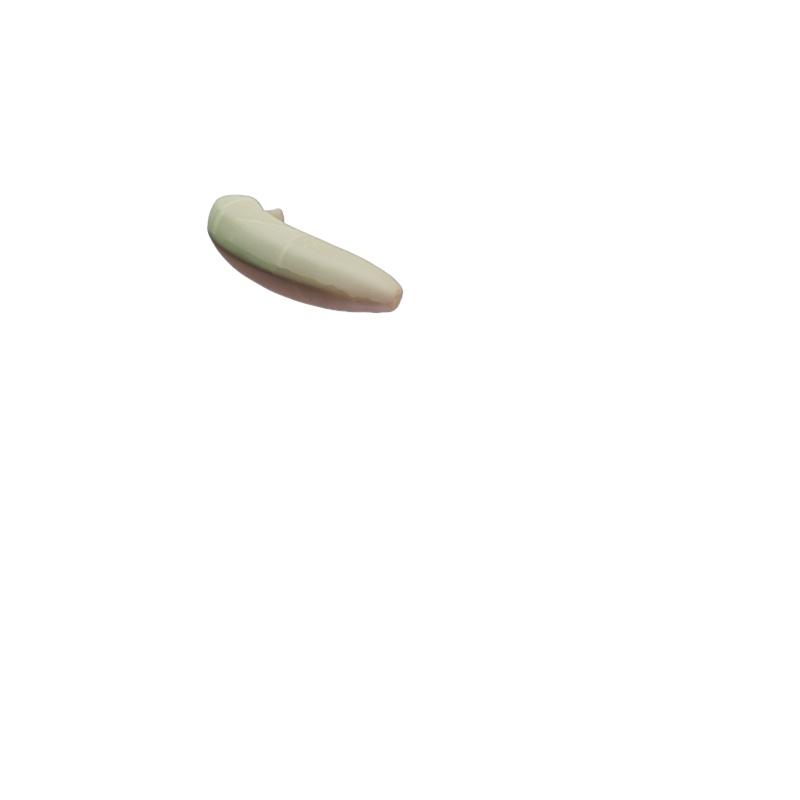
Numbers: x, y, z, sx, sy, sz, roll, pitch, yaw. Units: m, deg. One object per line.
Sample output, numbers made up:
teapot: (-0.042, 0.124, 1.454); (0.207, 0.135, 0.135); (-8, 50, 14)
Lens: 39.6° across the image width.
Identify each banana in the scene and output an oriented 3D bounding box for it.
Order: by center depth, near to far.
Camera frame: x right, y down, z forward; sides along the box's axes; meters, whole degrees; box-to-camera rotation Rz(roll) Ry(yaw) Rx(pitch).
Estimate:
banana: (-0.069, -0.091, 0.640); (0.068, 0.035, 0.211); (-9, 26, -22)
